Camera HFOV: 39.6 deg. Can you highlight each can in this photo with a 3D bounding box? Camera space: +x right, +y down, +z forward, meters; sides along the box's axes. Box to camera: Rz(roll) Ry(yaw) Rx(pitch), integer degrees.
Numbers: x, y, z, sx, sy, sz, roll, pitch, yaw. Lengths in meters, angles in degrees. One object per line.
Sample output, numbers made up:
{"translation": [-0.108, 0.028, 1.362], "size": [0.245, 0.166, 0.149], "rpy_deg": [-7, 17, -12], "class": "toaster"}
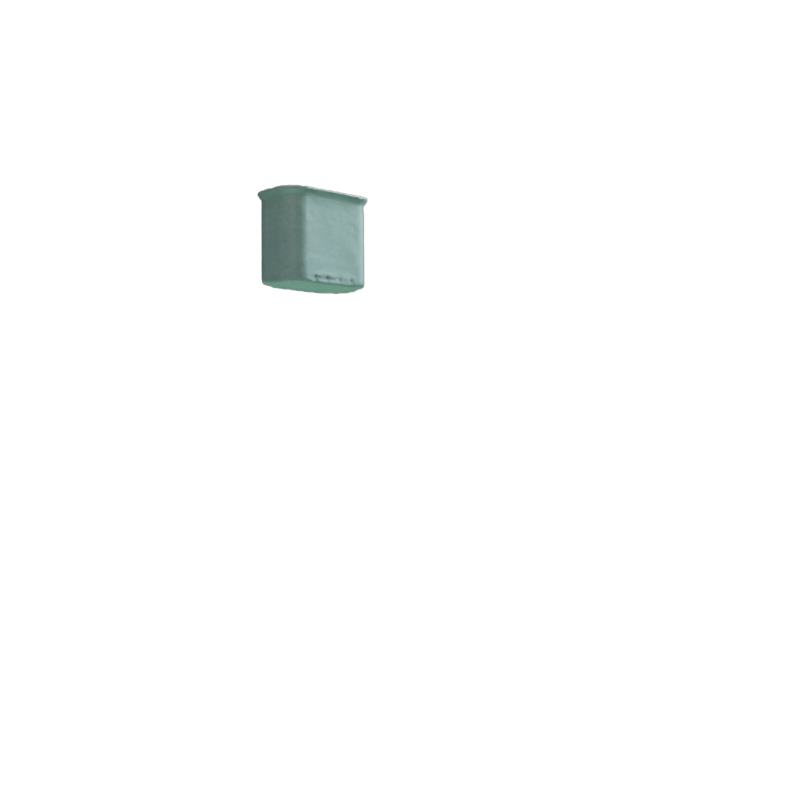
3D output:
{"translation": [-0.077, -0.141, 0.986], "size": [0.097, 0.086, 0.059], "rpy_deg": [5, -9, -44], "class": "can"}
